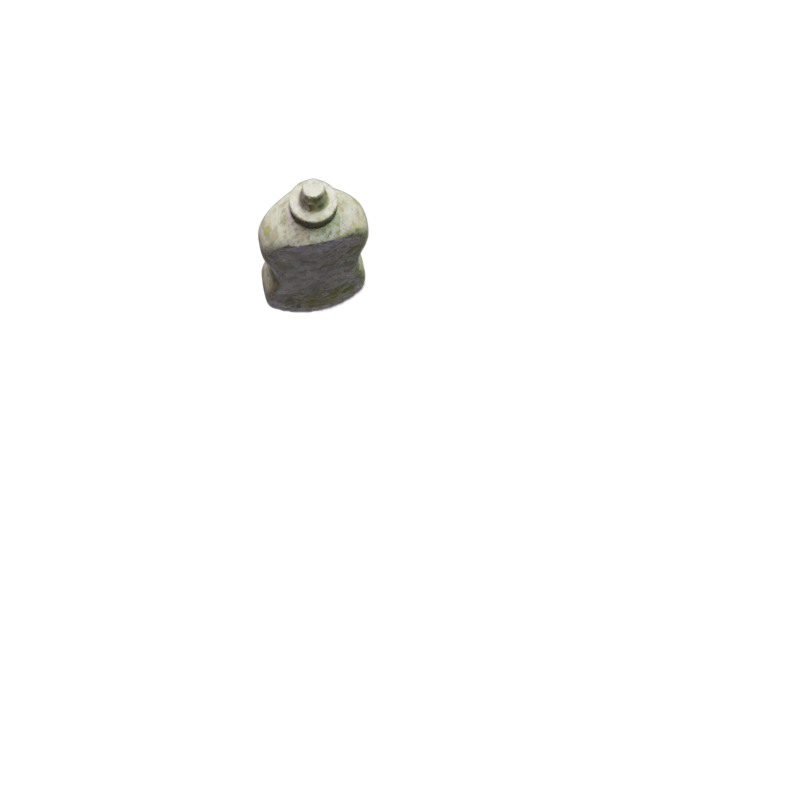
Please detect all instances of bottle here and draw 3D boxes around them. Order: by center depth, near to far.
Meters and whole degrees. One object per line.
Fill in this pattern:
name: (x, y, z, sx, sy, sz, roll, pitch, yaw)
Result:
bottle: (-0.077, -0.140, 0.978, 0.095, 0.062, 0.182, -9, -19, -7)
